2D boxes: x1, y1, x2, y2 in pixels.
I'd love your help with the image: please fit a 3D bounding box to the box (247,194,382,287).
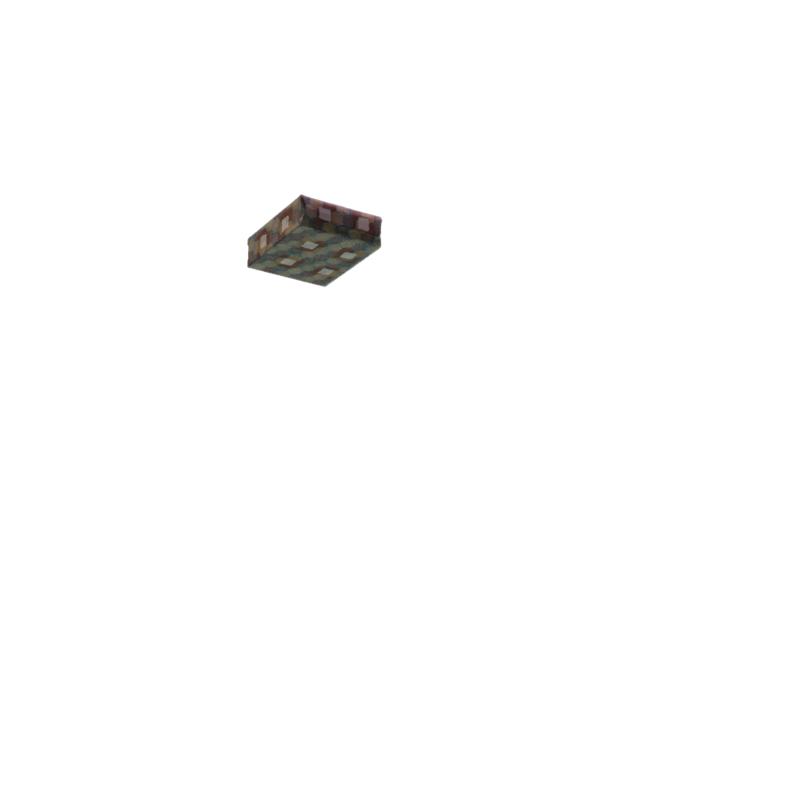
[{"bbox_3d":[-0.068,-0.123,0.864,0.070,0.032,0.089,12,-24,-30],"label":"box"}]
